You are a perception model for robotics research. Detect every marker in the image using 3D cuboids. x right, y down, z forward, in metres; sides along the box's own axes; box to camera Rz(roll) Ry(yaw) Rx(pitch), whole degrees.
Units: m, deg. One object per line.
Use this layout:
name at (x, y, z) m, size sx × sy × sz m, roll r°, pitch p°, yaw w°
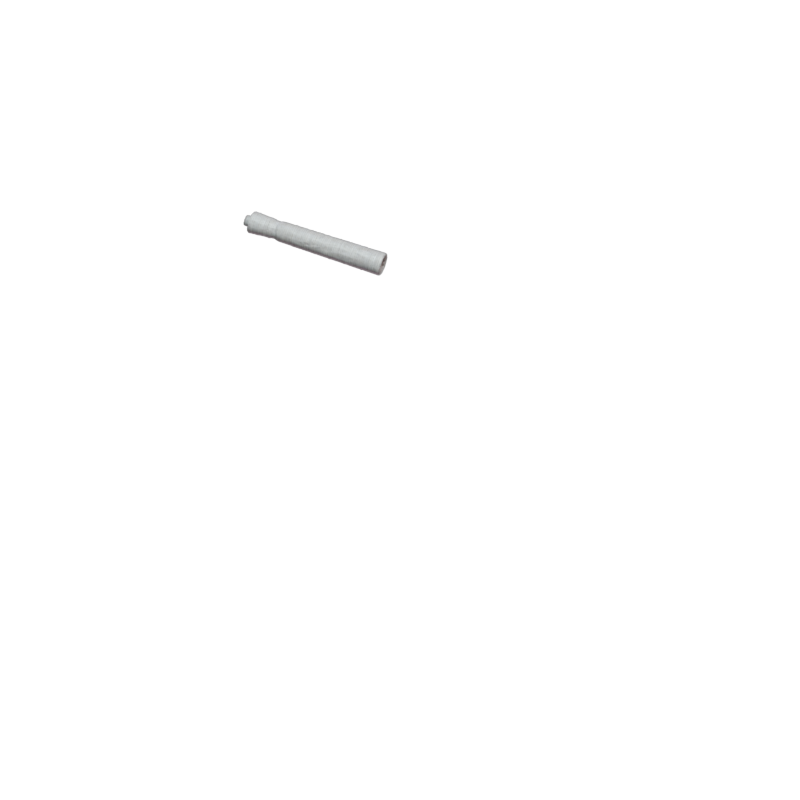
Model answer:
marker at (-0.070, -0.127, 0.889) m, size 0.125 × 0.019 × 0.019 m, roll 20°, pitch 9°, yaw 16°
